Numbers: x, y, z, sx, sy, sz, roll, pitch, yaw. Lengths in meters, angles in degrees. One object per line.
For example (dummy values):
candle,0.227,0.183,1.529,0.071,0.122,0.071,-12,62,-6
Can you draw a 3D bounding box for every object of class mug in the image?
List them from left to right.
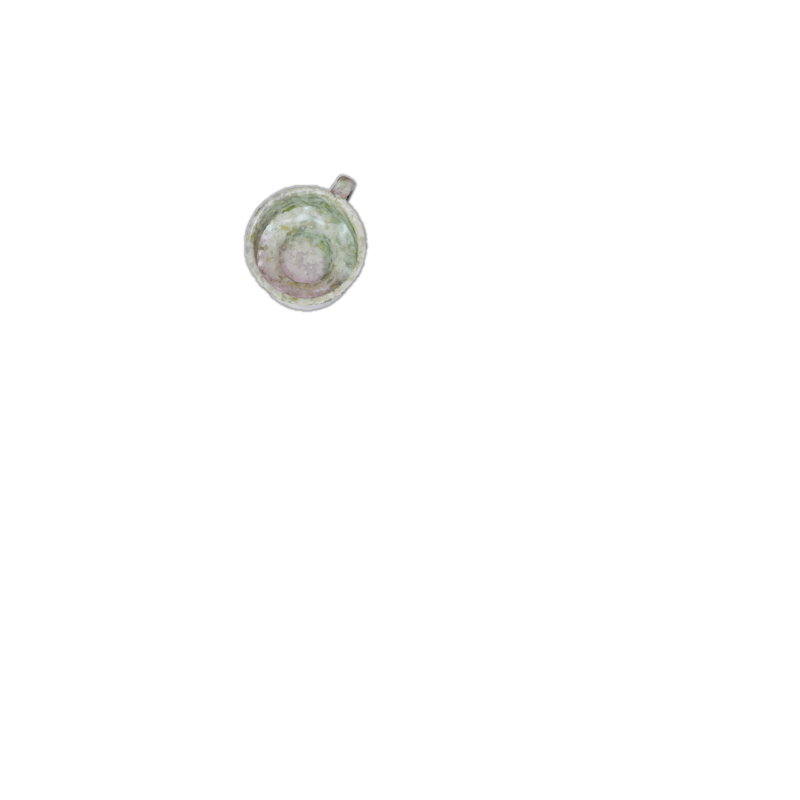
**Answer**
mug,-0.069,-0.126,0.883,0.094,0.119,0.080,27,-9,2
